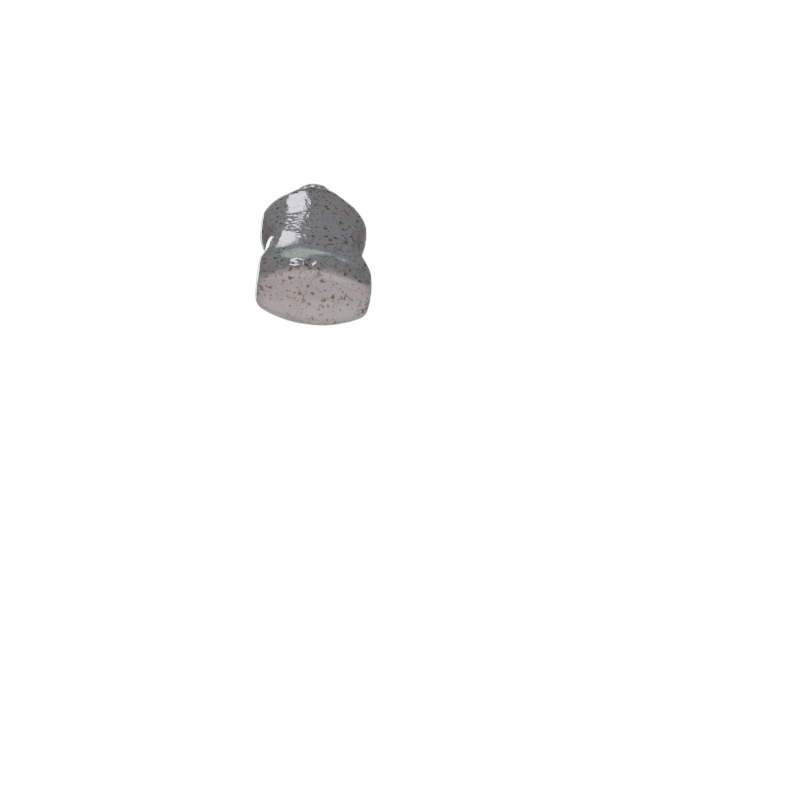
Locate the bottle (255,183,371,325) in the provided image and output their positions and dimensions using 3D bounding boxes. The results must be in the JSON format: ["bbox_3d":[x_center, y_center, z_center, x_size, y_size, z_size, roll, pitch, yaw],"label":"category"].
[{"bbox_3d":[-0.078,-0.142,0.992,0.095,0.055,0.205,3,35,-6],"label":"bottle"}]
